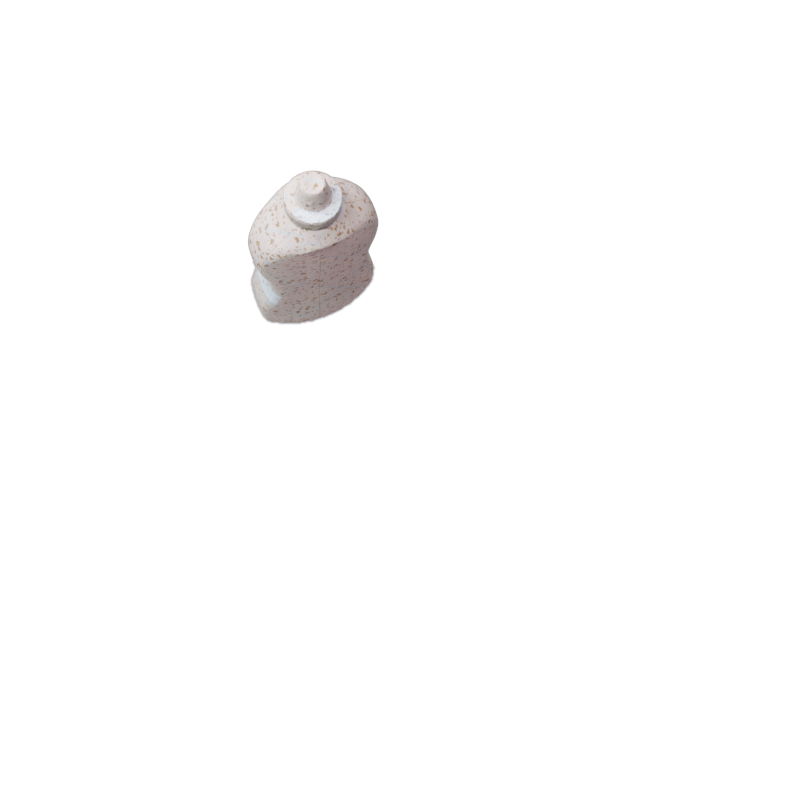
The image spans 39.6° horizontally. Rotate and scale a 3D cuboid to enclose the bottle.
[{"bbox_3d":[-0.064,-0.118,0.821,0.096,0.061,0.183,-19,-14,-9],"label":"bottle"}]
